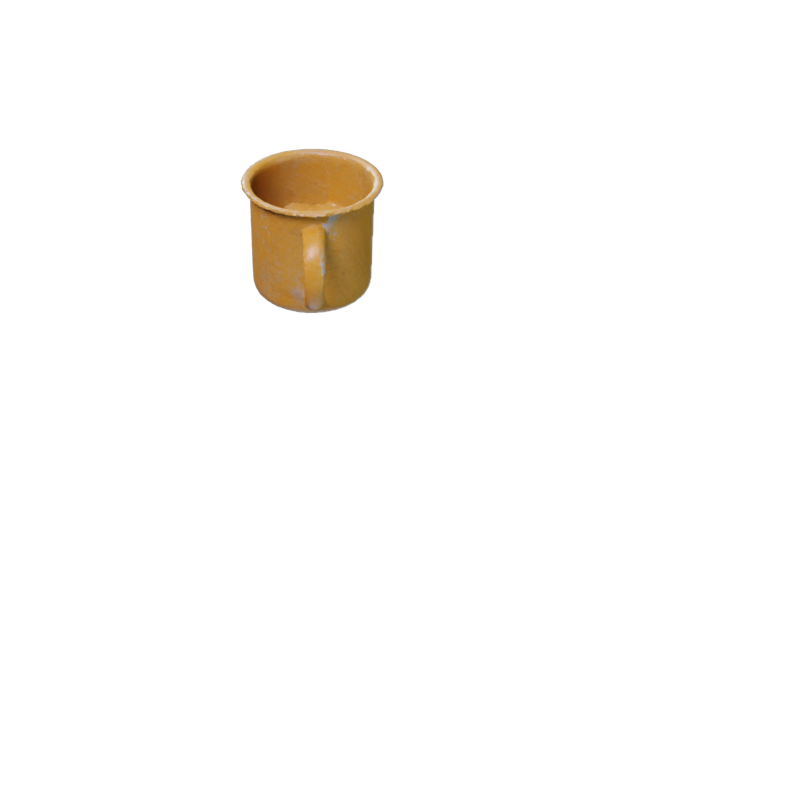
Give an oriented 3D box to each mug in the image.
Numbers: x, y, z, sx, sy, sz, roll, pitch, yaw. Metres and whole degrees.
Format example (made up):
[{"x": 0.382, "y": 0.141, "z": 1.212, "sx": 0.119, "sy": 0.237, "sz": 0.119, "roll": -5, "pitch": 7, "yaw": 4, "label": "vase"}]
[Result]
[{"x": -0.058, "y": -0.105, "z": 0.735, "sx": 0.093, "sy": 0.076, "sz": 0.126, "roll": -3, "pitch": 36, "yaw": -6, "label": "mug"}]
